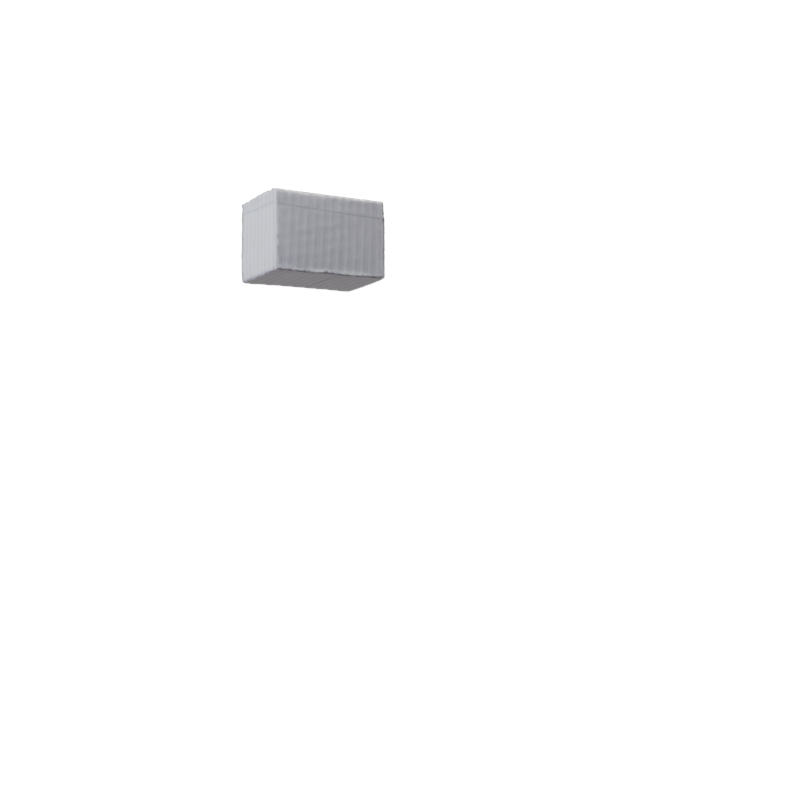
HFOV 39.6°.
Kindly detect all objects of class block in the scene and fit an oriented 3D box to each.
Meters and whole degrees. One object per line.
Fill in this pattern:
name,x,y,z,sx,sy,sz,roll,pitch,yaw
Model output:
block,-0.055,-0.100,0.698,0.075,0.053,0.053,4,-9,-29
